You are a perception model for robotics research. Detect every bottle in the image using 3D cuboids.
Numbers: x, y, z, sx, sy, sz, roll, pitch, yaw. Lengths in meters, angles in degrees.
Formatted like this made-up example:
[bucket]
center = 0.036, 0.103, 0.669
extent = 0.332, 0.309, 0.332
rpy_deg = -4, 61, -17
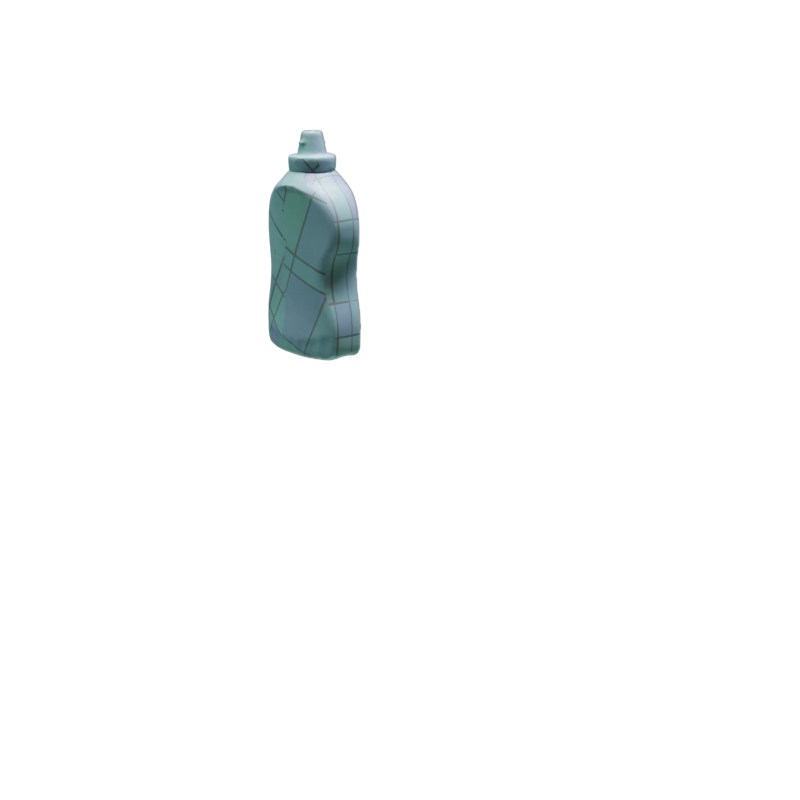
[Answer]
[bottle]
center = -0.075, -0.136, 0.956
extent = 0.057, 0.187, 0.101
rpy_deg = -8, 15, -38
